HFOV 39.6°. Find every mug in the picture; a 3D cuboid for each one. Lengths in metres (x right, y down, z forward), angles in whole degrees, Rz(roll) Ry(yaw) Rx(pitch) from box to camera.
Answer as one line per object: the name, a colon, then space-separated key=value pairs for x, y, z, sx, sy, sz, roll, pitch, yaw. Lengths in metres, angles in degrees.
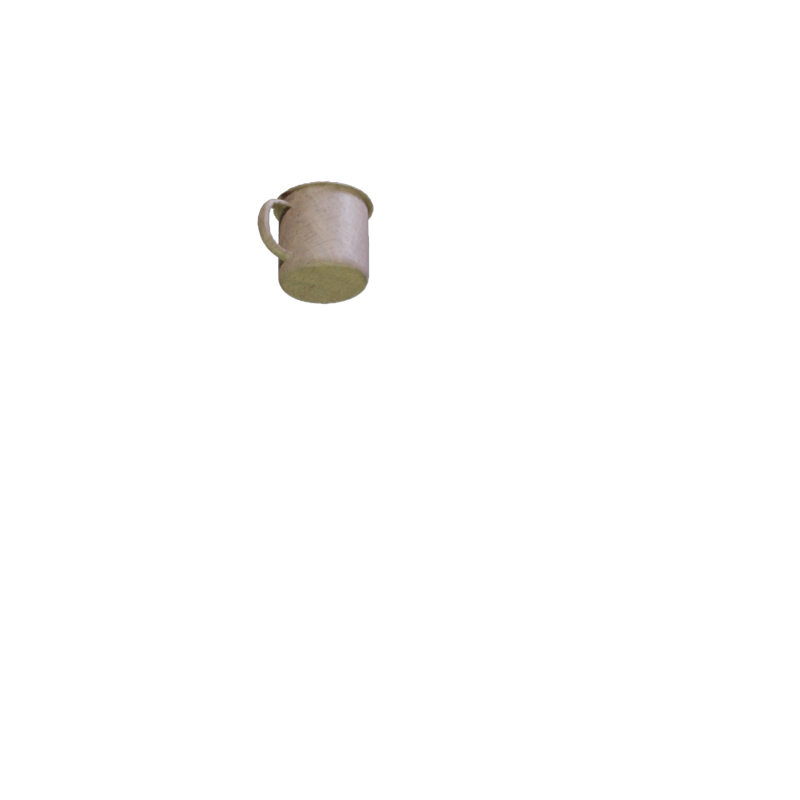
mug: x=-0.078 y=-0.143 z=0.999 sx=0.110 sy=0.087 sz=0.093 roll=21 pitch=-34 yaw=-37
